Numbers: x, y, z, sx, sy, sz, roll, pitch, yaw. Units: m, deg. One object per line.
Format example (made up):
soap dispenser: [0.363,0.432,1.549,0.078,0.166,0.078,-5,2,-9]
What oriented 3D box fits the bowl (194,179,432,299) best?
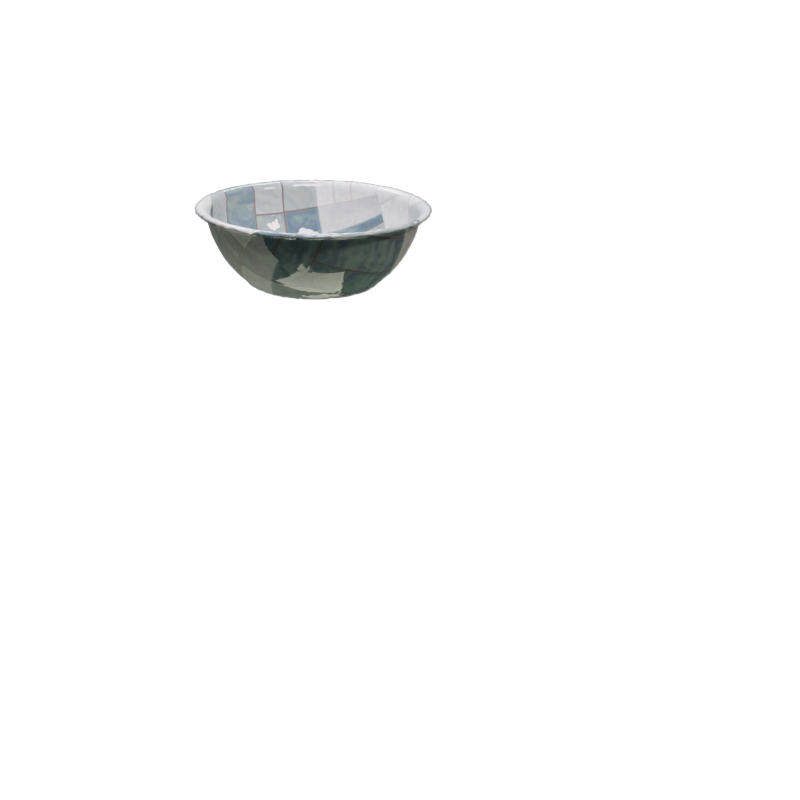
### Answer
bowl: [-0.060,-0.109,0.766,0.162,0.053,0.170,-1,22,-2]
